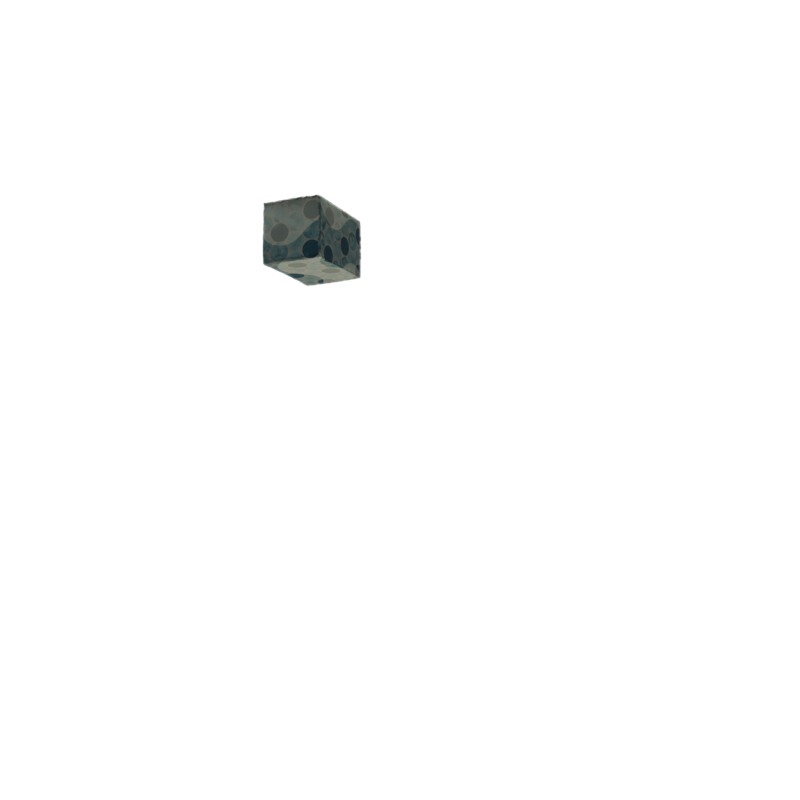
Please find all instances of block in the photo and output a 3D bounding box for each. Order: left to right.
[{"bbox_3d":[-0.070,-0.128,0.897,0.054,0.053,0.074,-6,-13,23],"label":"block"}]
